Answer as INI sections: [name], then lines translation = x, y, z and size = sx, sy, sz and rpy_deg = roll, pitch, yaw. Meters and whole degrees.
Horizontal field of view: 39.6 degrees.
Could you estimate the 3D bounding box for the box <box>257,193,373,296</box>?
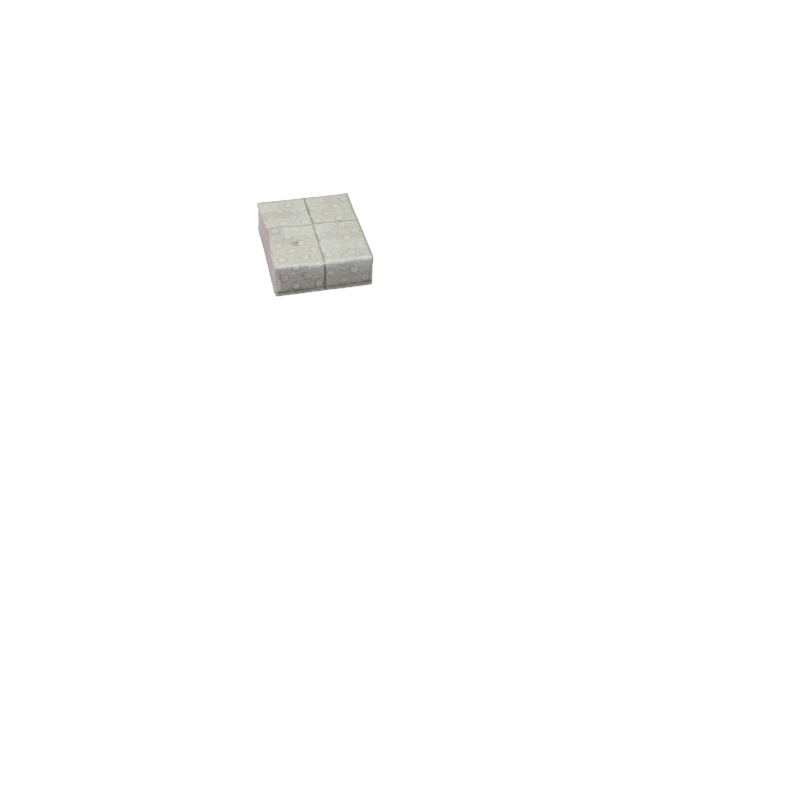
[box]
translation = -0.065, -0.119, 0.835
size = 0.072, 0.028, 0.096
rpy_deg = -8, 42, -10
